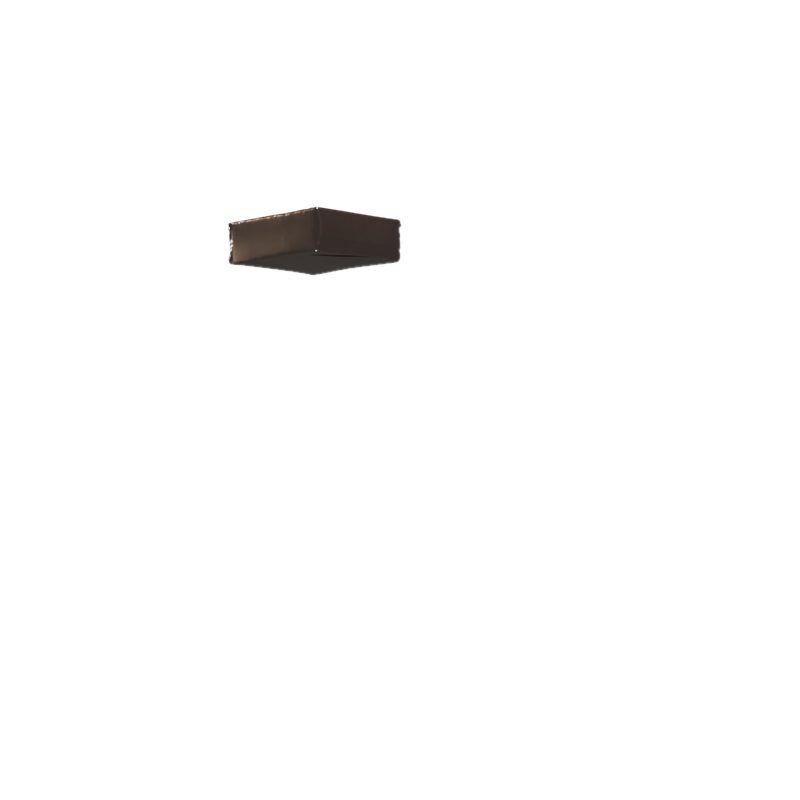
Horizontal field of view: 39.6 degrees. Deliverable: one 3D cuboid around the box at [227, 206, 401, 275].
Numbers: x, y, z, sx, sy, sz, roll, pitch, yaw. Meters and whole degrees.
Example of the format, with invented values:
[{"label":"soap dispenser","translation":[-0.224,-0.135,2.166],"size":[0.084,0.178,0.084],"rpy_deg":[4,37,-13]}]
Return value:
[{"label":"box","translation":[-0.069,-0.126,0.884],"size":[0.086,0.040,0.117],"rpy_deg":[3,-5,-44]}]
